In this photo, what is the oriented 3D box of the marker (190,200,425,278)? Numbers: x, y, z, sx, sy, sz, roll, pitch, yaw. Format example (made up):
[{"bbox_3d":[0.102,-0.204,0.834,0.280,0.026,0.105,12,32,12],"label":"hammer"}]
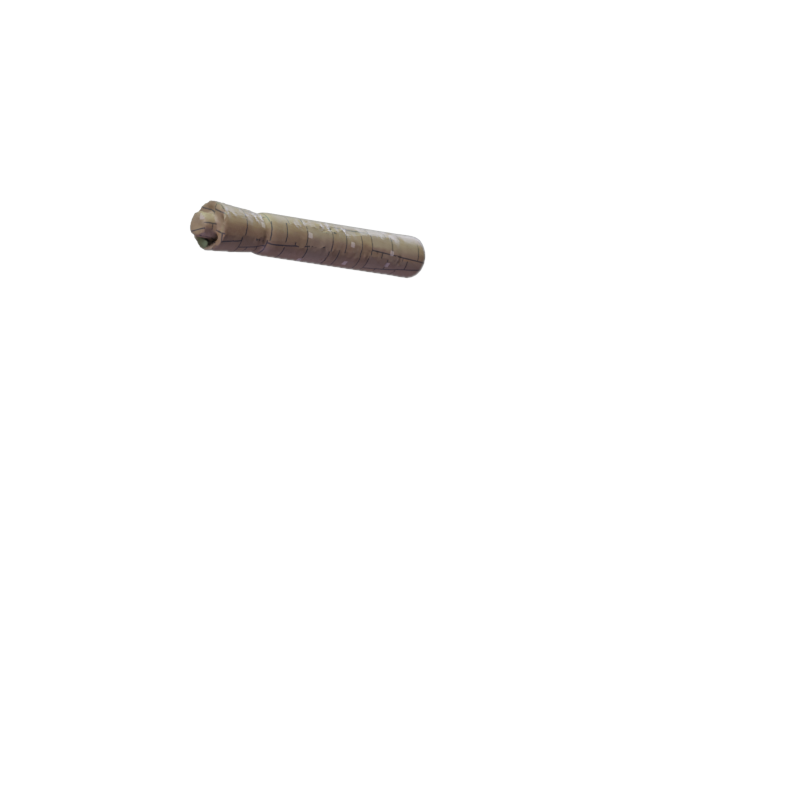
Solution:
[{"bbox_3d":[-0.035,-0.064,0.448,0.021,0.020,0.115,4,2,43],"label":"marker"}]
